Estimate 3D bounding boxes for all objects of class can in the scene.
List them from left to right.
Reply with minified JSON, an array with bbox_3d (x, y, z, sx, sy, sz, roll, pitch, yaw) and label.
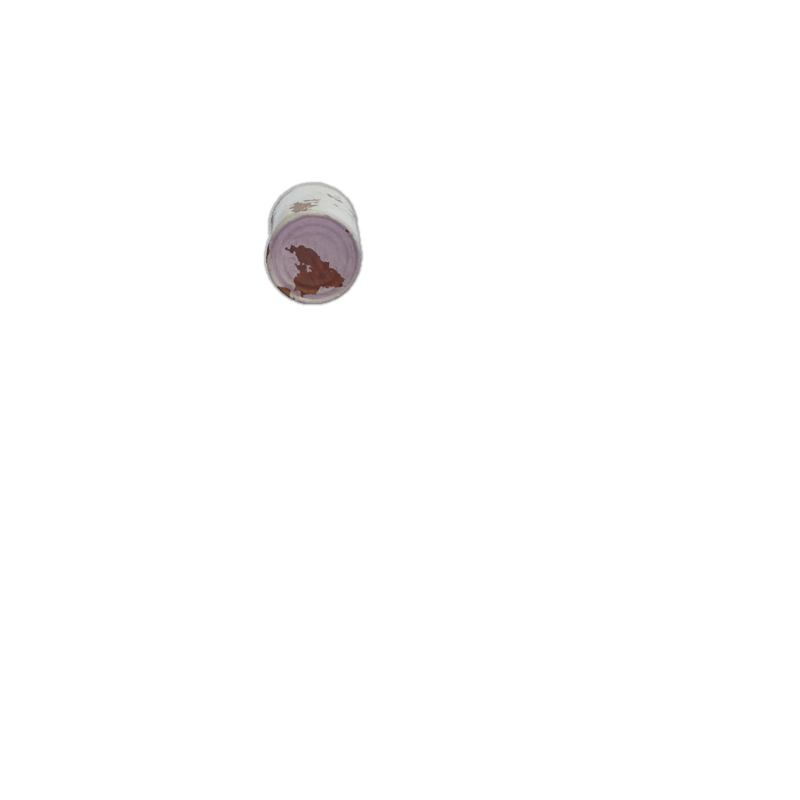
[{"bbox_3d":[-0.063,-0.114,0.799,0.068,0.066,0.106,0,19,-3],"label":"can"}]
